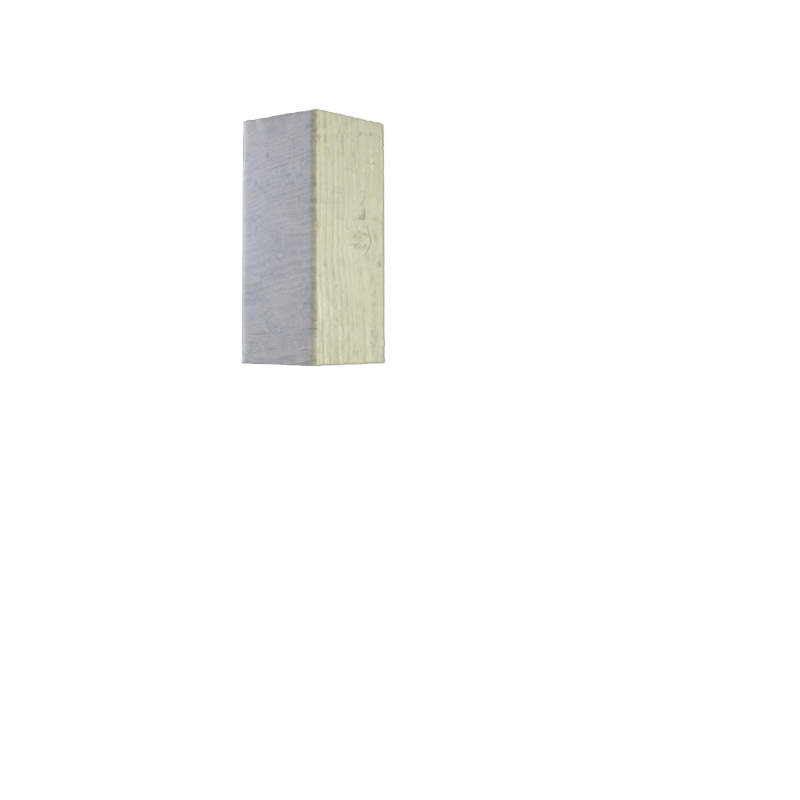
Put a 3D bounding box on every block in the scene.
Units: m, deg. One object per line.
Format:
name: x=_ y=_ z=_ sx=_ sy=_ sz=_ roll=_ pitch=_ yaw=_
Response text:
block: x=-0.074 y=-0.135 z=0.944 sx=0.093 sy=0.208 sz=0.087 roll=-3 pitch=-4 yaw=40
